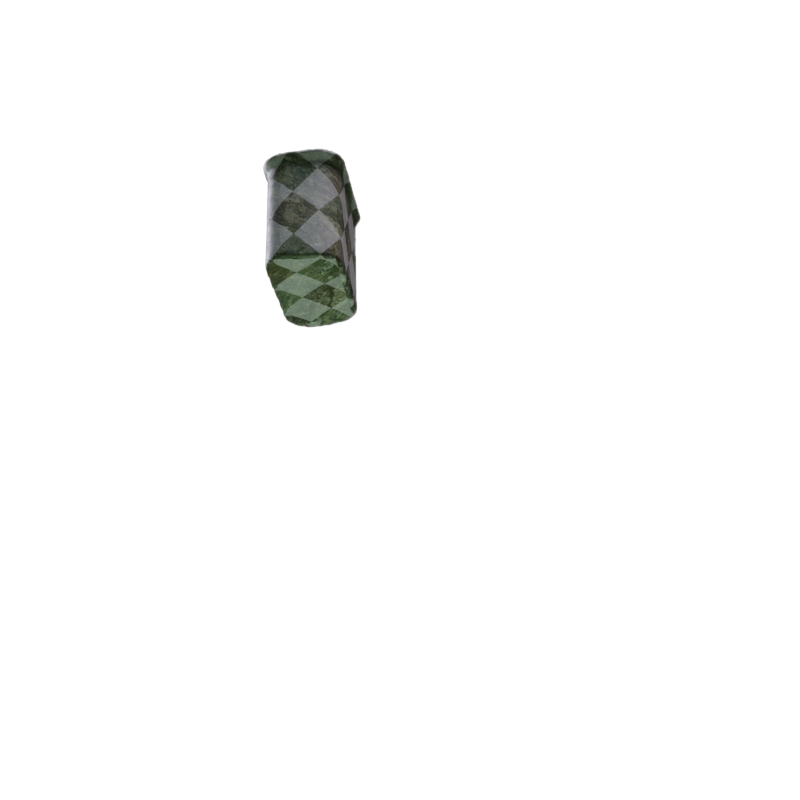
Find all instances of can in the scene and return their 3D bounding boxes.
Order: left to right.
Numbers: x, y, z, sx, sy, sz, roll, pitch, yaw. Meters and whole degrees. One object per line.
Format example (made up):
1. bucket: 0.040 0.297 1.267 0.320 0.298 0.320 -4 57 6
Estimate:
1. can: -0.060 -0.110 0.770 0.058 0.089 0.095 -5 -28 7
